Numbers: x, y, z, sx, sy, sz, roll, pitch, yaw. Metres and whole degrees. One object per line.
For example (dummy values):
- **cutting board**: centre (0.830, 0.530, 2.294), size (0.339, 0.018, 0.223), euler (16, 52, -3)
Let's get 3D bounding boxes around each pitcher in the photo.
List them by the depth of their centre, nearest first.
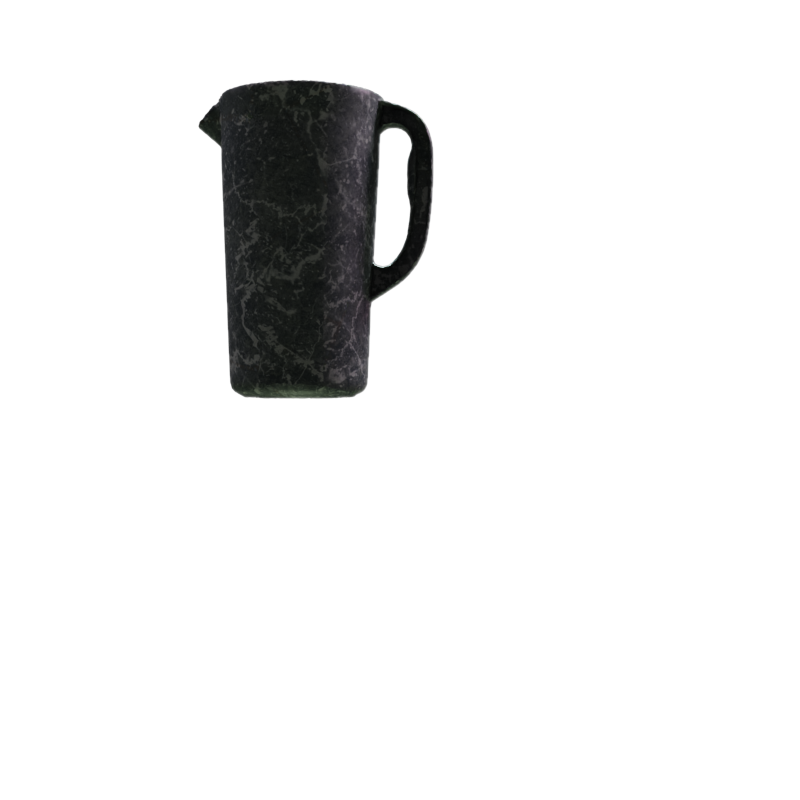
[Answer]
- **pitcher**: centre (-0.069, -0.125, 0.876), size (0.139, 0.246, 0.154), euler (3, -5, -40)
